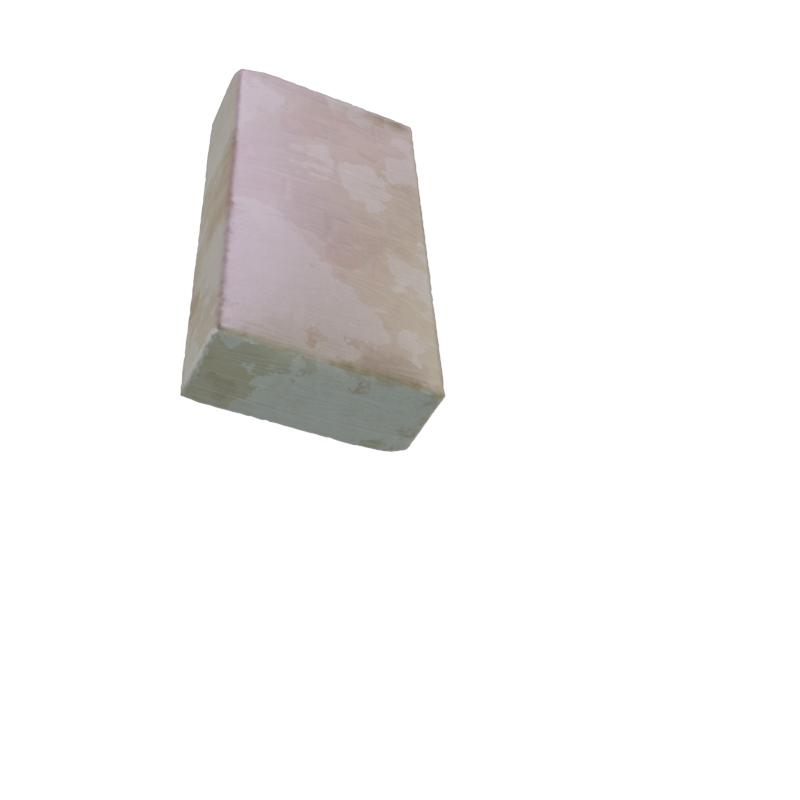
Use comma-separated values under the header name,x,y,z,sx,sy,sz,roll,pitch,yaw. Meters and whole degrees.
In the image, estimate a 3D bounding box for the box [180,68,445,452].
name,x,y,z,sx,sy,sz,roll,pitch,yaw
box,-0.037,-0.067,0.469,0.090,0.189,0.046,15,-47,-19
